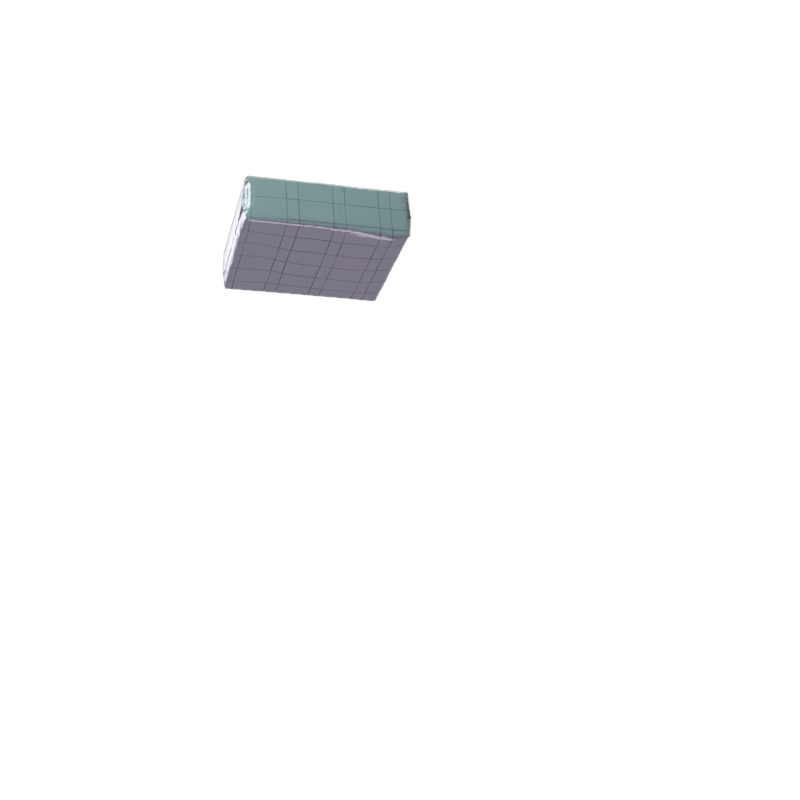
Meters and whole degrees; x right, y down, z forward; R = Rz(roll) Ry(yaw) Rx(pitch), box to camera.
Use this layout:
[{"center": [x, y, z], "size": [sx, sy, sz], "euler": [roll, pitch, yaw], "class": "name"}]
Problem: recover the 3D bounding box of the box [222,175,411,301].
[{"center": [-0.059, -0.107, 0.750], "size": [0.111, 0.041, 0.086], "euler": [6, -28, -13], "class": "box"}]
